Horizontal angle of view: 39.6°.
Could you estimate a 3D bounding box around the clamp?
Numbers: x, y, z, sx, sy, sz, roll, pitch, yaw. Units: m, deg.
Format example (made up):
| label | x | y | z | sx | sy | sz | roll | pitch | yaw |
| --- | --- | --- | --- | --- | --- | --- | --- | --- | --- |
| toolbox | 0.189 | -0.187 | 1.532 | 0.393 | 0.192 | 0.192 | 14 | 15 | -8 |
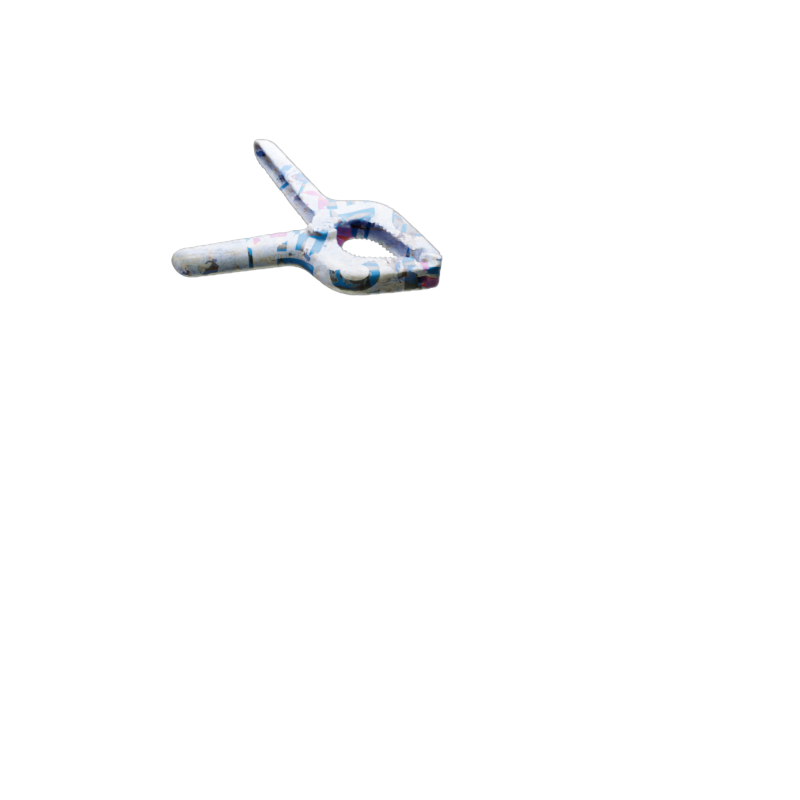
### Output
| label | x | y | z | sx | sy | sz | roll | pitch | yaw |
| --- | --- | --- | --- | --- | --- | --- | --- | --- | --- |
| clamp | -0.071 | -0.130 | 0.908 | 0.218 | 0.170 | 0.034 | 24 | -35 | 18 |
